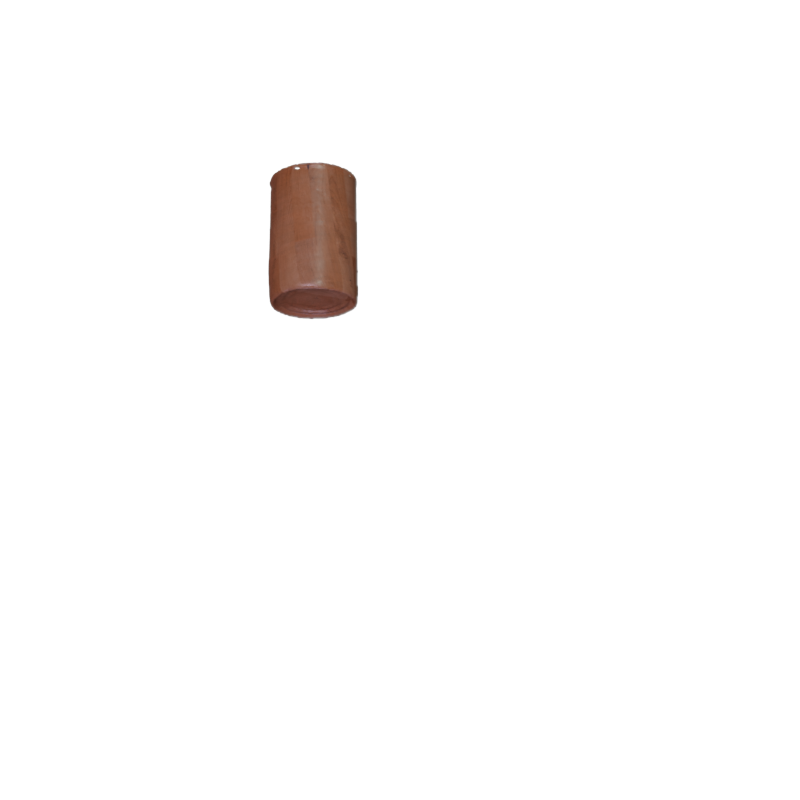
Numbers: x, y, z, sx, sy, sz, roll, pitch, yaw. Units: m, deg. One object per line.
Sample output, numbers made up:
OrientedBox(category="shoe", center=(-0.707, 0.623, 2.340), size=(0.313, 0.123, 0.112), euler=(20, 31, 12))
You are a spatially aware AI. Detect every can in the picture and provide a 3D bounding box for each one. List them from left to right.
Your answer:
OrientedBox(category="can", center=(-0.066, -0.121, 0.845), size=(0.068, 0.108, 0.065), euler=(0, -21, -2))
